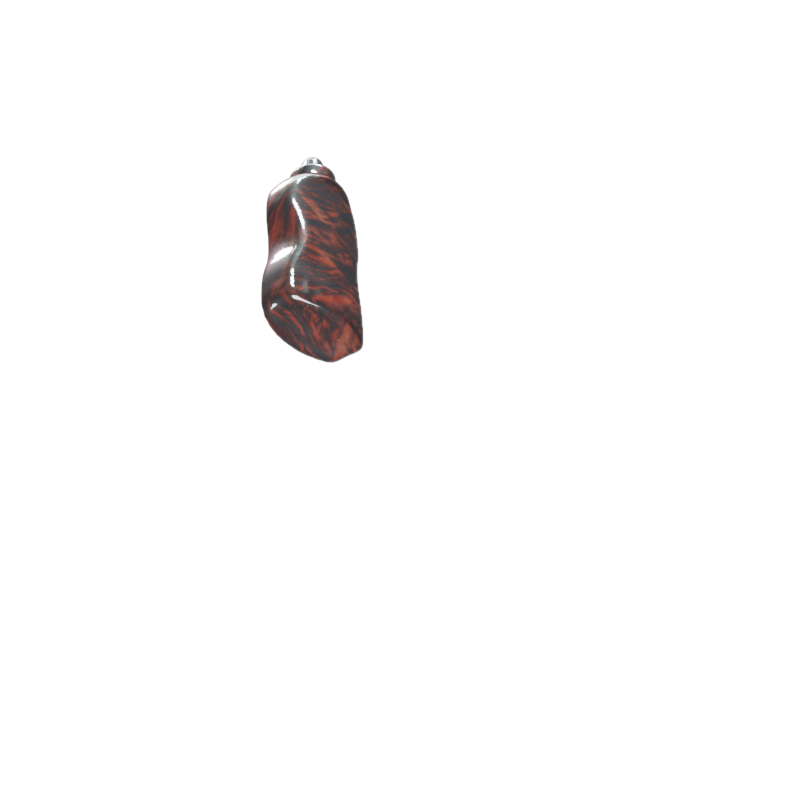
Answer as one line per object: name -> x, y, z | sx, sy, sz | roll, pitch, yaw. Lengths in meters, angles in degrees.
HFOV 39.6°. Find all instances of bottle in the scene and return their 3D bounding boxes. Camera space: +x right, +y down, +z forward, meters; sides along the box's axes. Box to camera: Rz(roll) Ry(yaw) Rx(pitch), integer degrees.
bottle -> -0.073, -0.132, 0.923 | 0.058, 0.206, 0.089 | -28, -46, 27
